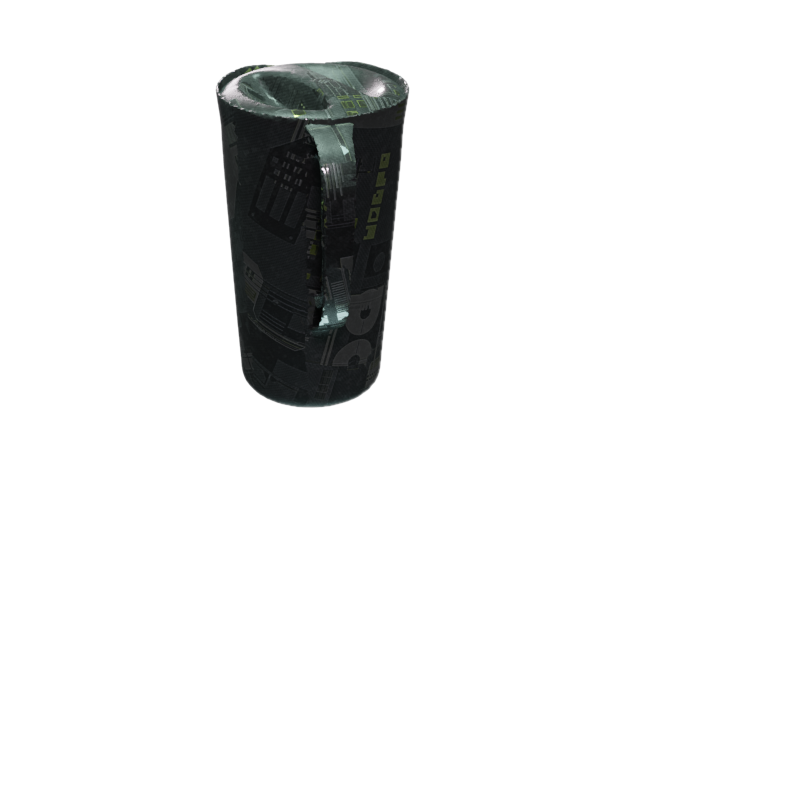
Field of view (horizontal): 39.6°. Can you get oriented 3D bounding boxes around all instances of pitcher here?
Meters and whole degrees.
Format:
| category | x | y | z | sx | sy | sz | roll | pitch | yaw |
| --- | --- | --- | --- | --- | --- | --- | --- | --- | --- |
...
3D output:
| category | x | y | z | sx | sy | sz | roll | pitch | yaw |
| --- | --- | --- | --- | --- | --- | --- | --- | --- | --- |
| pitcher | -0.063 | -0.115 | 0.804 | 0.152 | 0.229 | 0.151 | 18 | 32 | 27 |
